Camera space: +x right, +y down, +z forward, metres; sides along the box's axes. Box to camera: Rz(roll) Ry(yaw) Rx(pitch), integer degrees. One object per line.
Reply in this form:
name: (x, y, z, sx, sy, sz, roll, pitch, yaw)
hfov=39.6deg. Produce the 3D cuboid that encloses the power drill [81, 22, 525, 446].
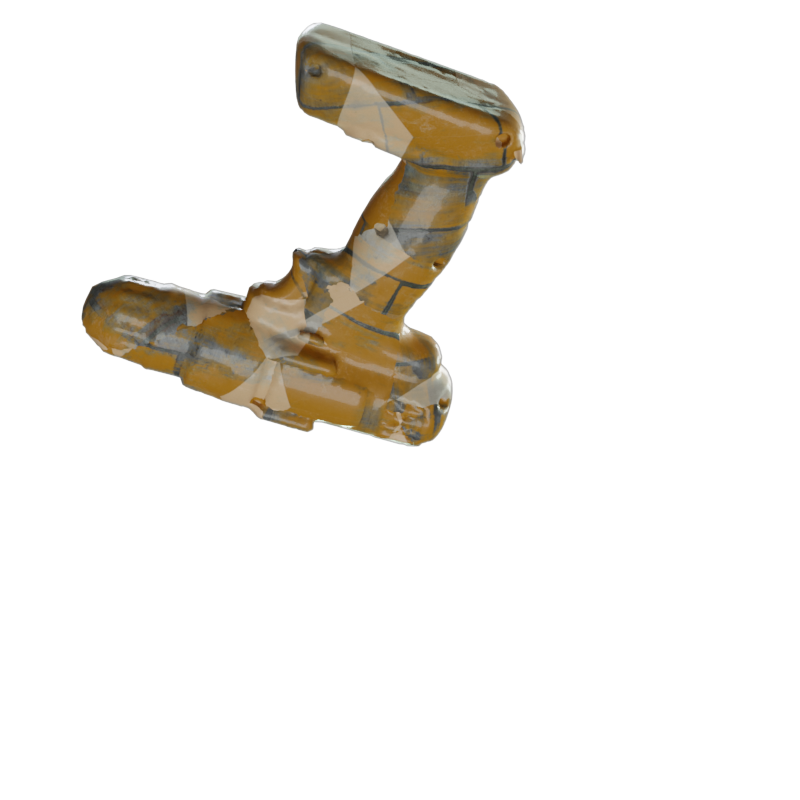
power drill: (-0.040, -0.073, 0.510, 0.181, 0.180, 0.061, 17, 31, -11)
